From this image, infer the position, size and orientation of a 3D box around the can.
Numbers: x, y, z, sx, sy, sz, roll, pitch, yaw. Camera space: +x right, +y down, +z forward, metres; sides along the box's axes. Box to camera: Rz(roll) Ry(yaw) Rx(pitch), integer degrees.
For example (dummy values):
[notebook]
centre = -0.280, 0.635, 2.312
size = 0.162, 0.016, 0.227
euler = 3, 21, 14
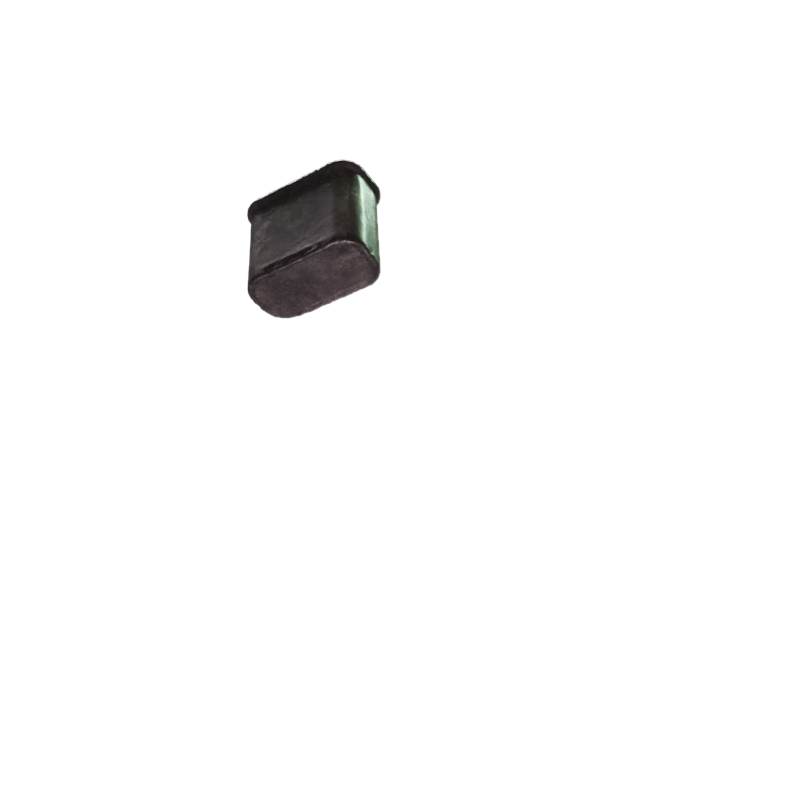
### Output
[can]
centre = -0.064, -0.116, 0.814
size = 0.102, 0.090, 0.053
euler = -23, -46, 22
